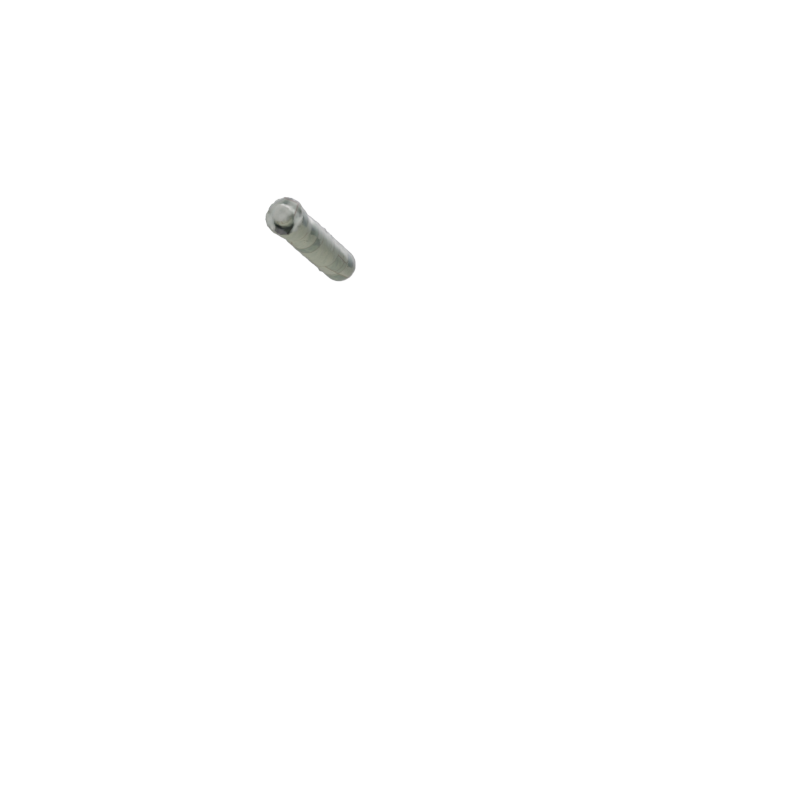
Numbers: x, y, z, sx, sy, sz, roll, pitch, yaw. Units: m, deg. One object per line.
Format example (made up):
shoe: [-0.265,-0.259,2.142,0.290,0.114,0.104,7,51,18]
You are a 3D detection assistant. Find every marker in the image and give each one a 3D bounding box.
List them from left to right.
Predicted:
marker: [-0.045,-0.082,0.573,0.020,0.020,0.116,1,-5,11]
